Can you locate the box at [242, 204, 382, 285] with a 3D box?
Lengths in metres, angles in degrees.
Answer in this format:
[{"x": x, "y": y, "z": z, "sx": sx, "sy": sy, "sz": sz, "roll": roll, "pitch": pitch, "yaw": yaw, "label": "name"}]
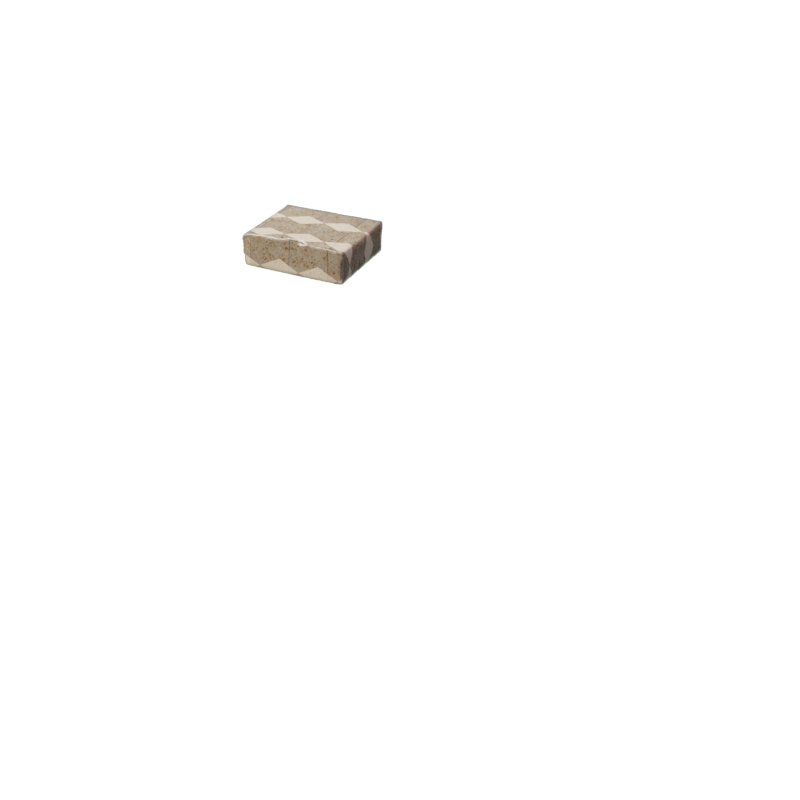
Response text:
[{"x": -0.069, "y": -0.126, "z": 0.880, "sx": 0.093, "sy": 0.028, "sz": 0.074, "roll": 14, "pitch": 32, "yaw": 23, "label": "box"}]
